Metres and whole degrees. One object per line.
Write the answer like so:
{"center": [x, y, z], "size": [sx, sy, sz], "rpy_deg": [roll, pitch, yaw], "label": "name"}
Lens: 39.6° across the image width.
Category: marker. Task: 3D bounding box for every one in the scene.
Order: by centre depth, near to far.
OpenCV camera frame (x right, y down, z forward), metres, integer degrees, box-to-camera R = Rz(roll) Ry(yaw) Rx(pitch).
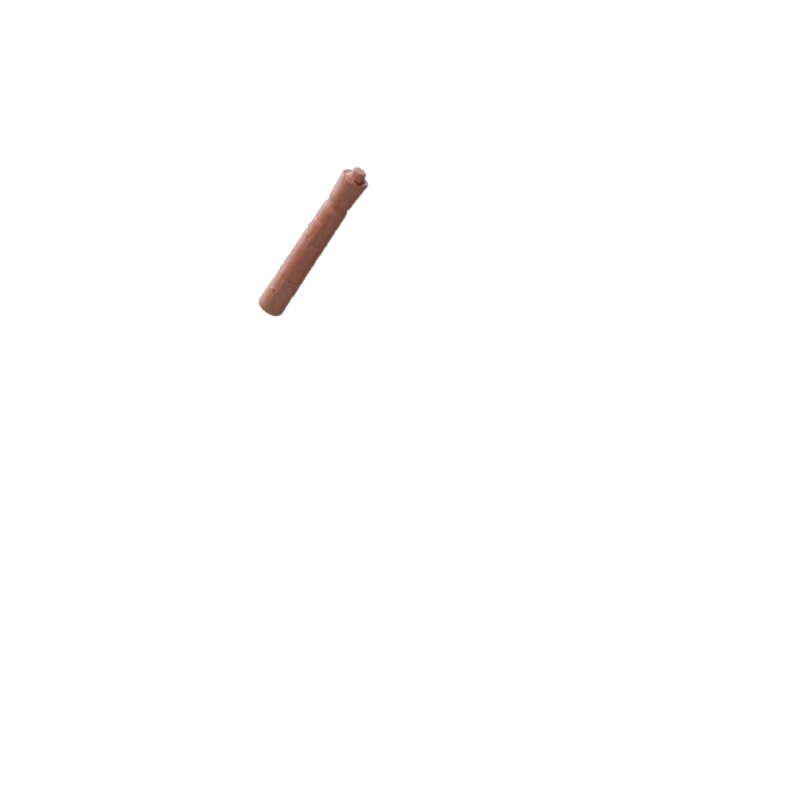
{"center": [-0.057, -0.104, 0.727], "size": [0.019, 0.117, 0.021], "rpy_deg": [26, 31, -20], "label": "marker"}
